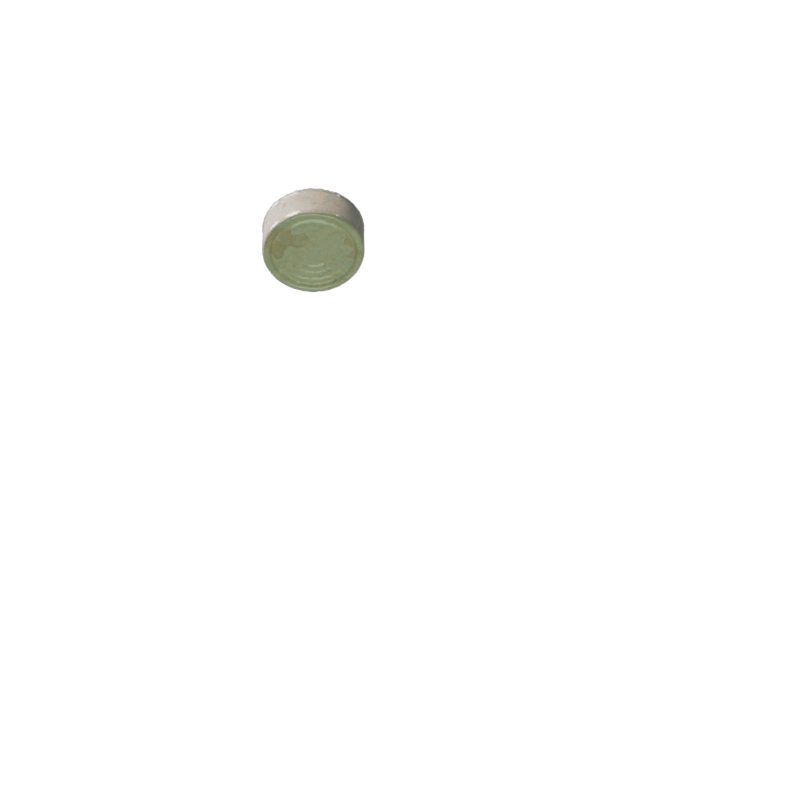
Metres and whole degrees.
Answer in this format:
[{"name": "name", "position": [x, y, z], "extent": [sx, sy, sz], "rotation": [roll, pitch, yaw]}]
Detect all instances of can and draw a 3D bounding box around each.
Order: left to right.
[{"name": "can", "position": [-0.072, -0.131, 0.917], "extent": [0.086, 0.080, 0.036], "rotation": [1, 41, -1]}]
